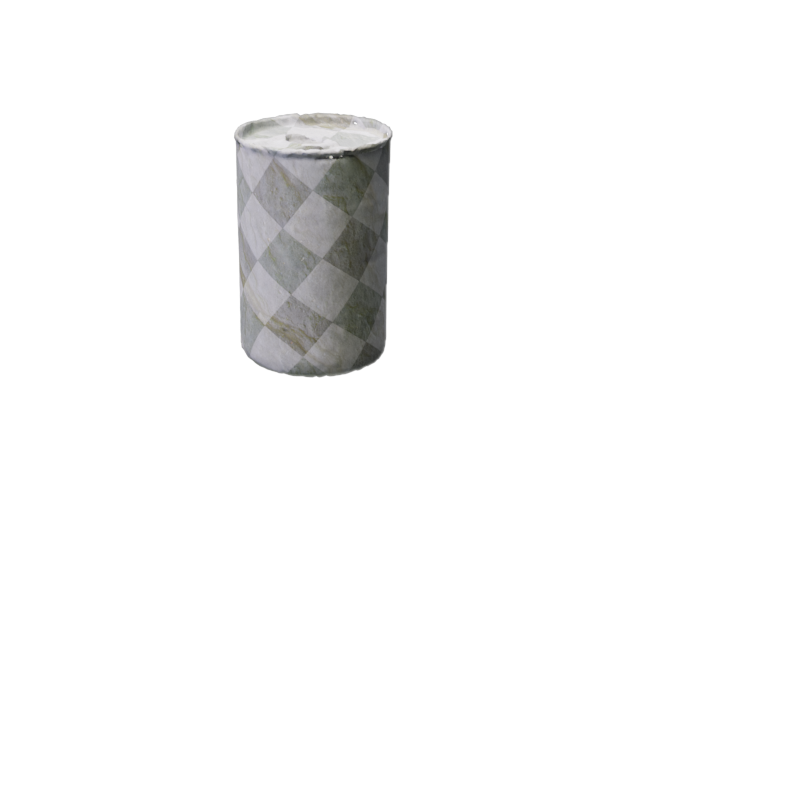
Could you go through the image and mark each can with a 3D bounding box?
[{"bbox_3d":[-0.039,-0.070,0.492,0.068,0.098,0.072,0,22,-2],"label":"can"}]
